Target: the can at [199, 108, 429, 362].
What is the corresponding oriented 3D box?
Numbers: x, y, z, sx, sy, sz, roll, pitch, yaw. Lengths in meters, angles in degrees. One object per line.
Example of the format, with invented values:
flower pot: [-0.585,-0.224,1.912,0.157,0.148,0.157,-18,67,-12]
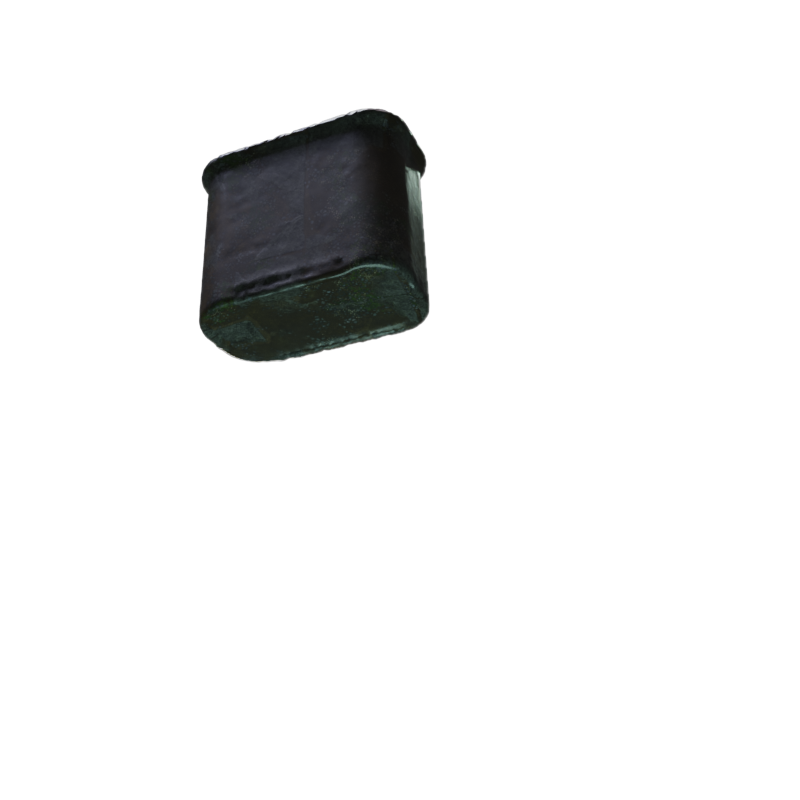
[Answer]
can: [-0.038,-0.070,0.488,0.103,0.090,0.053,-14,-36,19]
